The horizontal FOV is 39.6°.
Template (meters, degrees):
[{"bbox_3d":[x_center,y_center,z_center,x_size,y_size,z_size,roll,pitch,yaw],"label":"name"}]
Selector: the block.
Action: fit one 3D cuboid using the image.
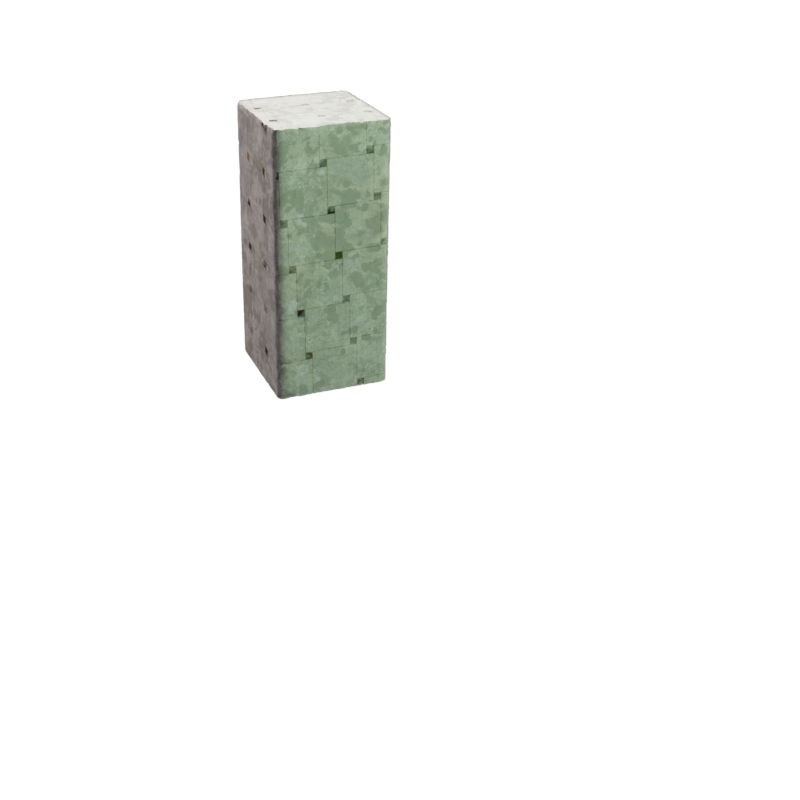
[{"bbox_3d":[-0.066,-0.119,0.832,0.088,0.196,0.097,-8,26,-21],"label":"block"}]
